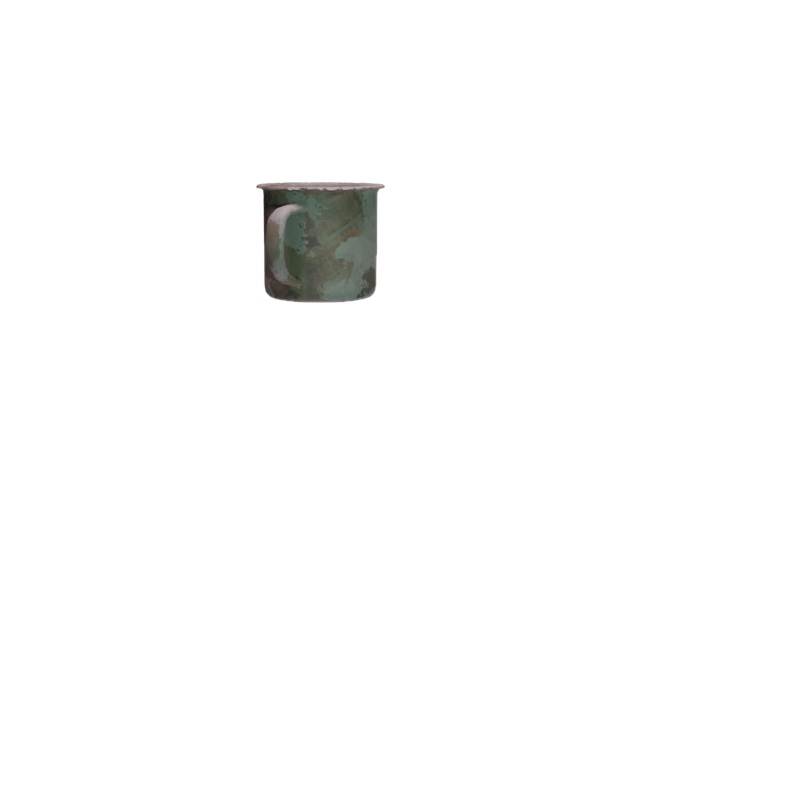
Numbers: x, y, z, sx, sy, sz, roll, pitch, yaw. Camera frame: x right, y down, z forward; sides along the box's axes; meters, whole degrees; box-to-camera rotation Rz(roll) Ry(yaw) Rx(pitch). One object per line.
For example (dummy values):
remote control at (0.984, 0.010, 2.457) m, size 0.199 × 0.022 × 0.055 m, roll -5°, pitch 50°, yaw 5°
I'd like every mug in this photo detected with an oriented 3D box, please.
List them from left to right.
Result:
mug at (-0.062, -0.113, 0.793) m, size 0.096 × 0.080 × 0.116 m, roll 4°, pitch 11°, yaw 22°
